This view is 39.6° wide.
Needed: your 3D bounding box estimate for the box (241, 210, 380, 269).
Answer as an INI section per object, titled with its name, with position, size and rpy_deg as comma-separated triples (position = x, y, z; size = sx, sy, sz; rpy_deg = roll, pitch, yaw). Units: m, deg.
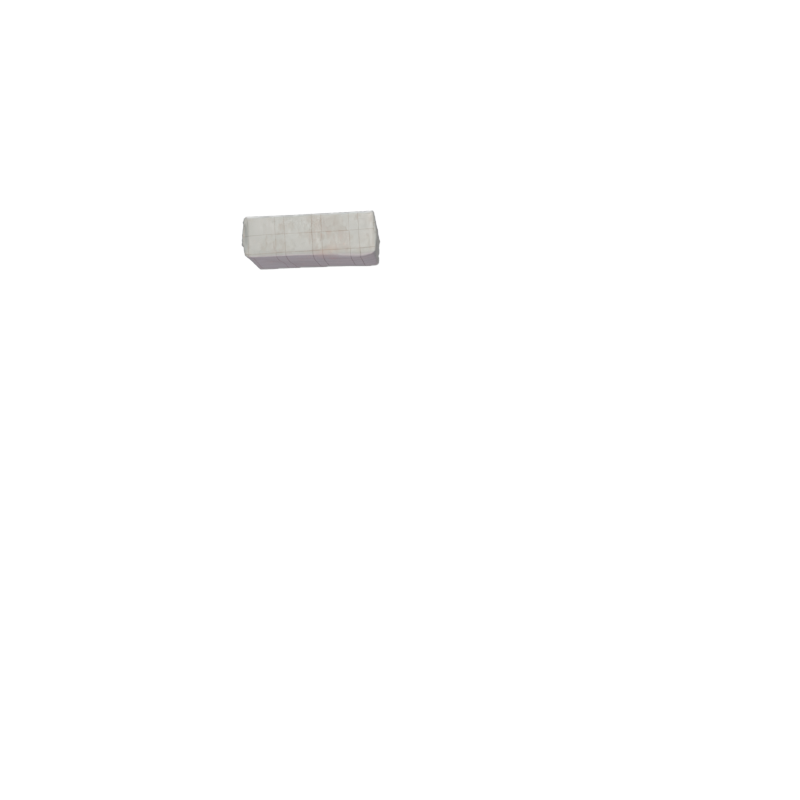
[box]
position = -0.076, -0.138, 0.965
size = 0.114, 0.039, 0.088
rpy_deg = 0, -1, 4
